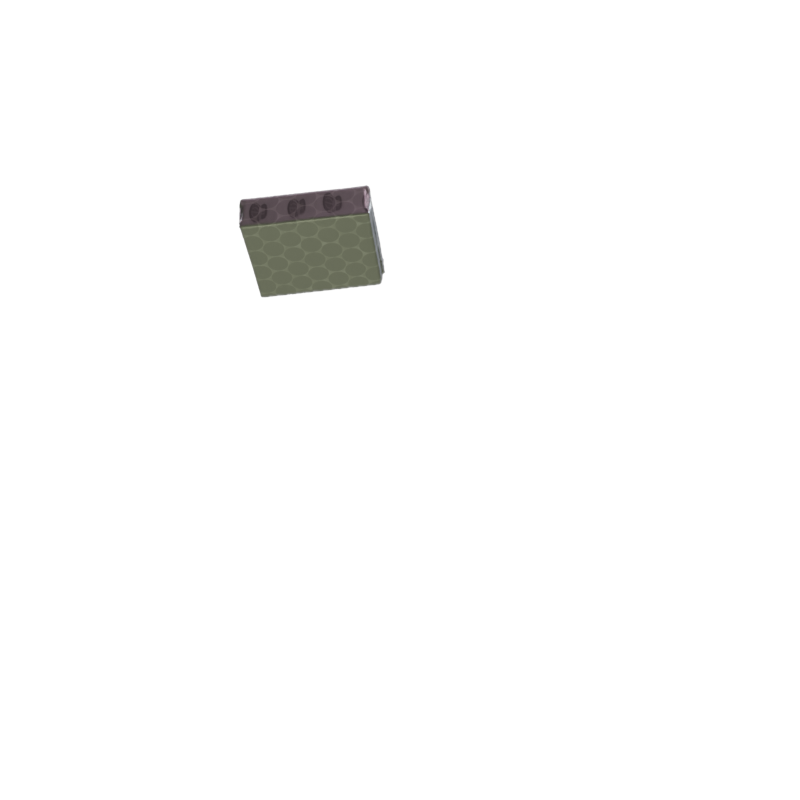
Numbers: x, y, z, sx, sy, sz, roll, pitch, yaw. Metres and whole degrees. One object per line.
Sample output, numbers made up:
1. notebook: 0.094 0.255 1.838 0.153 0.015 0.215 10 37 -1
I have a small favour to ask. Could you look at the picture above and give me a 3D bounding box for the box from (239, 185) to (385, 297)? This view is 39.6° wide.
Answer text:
1. box: -0.059 -0.108 0.756 0.090 0.032 0.068 -6 -39 6
